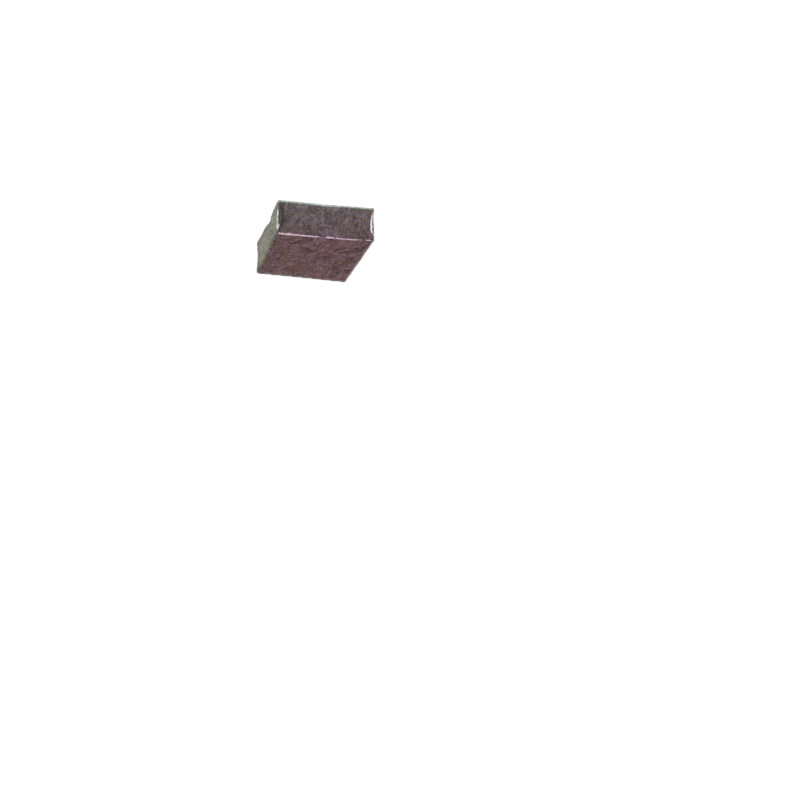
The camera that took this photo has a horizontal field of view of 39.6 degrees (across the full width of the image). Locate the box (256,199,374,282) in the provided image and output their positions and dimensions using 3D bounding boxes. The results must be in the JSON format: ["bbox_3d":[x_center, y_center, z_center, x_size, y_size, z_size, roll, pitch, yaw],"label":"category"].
[{"bbox_3d":[-0.066,-0.120,0.842,0.072,0.032,0.087,4,-16,-15],"label":"box"}]
